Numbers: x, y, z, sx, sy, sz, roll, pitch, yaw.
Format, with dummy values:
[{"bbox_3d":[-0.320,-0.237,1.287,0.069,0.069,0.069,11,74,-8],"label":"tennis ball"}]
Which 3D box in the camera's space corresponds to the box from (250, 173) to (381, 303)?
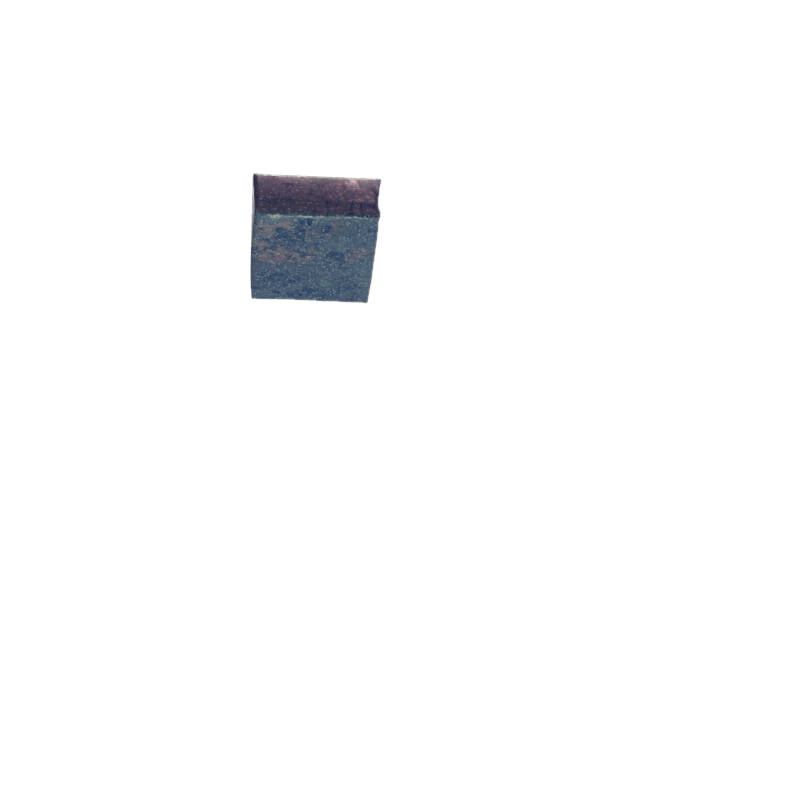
[{"bbox_3d":[-0.063,-0.114,0.797,0.089,0.041,0.107,2,-28,-5],"label":"box"}]
